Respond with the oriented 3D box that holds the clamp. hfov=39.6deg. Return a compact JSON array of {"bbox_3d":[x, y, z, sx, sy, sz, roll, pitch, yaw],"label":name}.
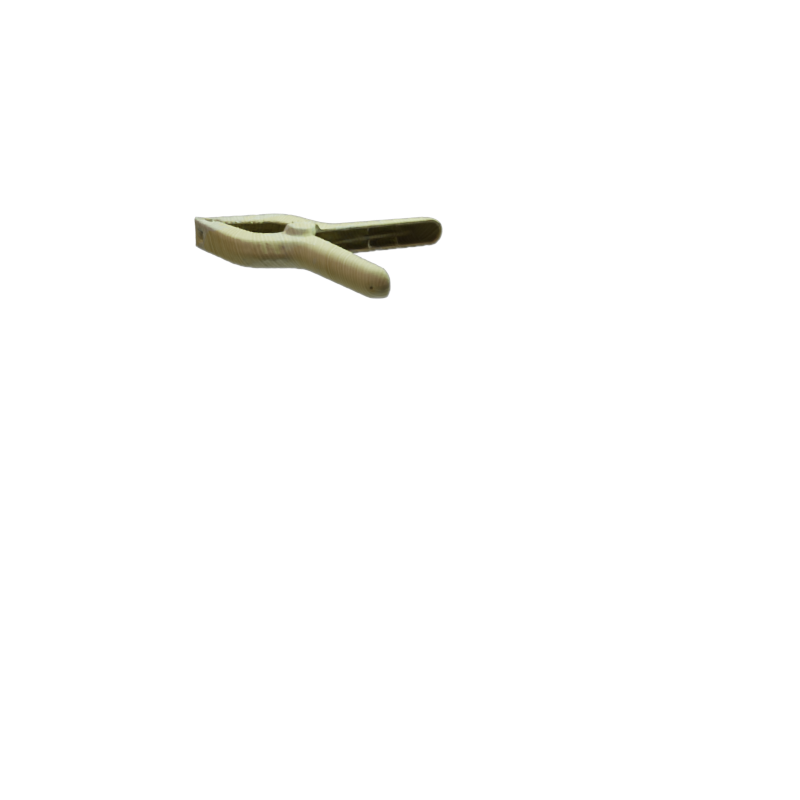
[{"bbox_3d":[-0.074,-0.135,0.944,0.218,0.035,0.166,11,26,24],"label":"clamp"}]
